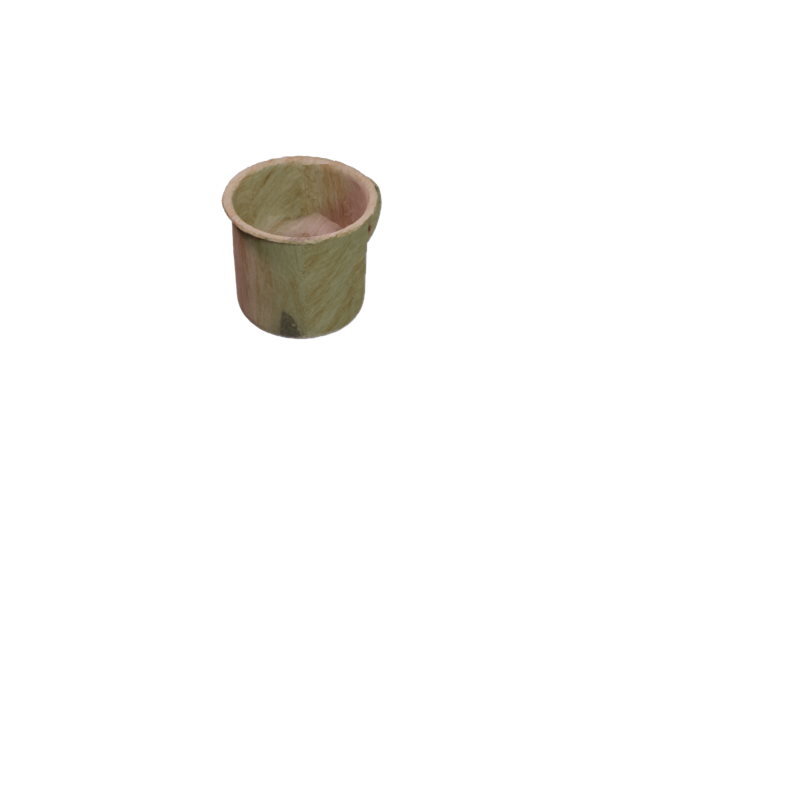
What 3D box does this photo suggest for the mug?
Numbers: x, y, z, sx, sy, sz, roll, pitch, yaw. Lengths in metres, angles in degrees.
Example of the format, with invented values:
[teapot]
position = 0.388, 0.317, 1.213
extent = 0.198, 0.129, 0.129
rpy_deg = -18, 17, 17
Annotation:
[mug]
position = -0.054, -0.099, 0.691
extent = 0.099, 0.076, 0.118
rpy_deg = 28, 47, 28
